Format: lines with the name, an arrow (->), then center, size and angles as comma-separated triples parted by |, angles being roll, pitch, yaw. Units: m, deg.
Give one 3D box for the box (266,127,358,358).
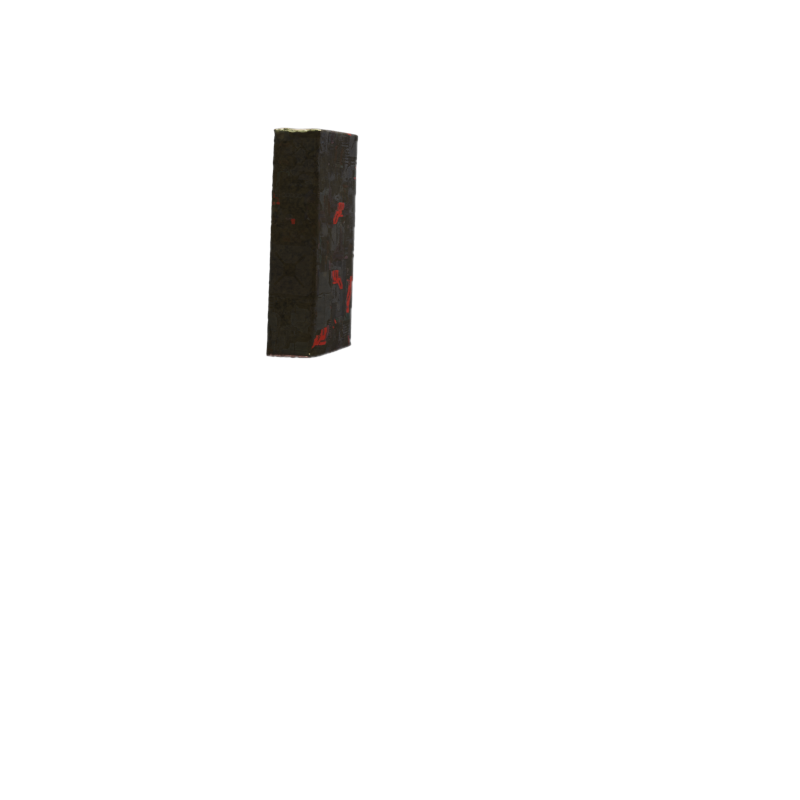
box -> -0.069, -0.126, 0.880 | 0.049, 0.175, 0.092 | 1, 4, 18
